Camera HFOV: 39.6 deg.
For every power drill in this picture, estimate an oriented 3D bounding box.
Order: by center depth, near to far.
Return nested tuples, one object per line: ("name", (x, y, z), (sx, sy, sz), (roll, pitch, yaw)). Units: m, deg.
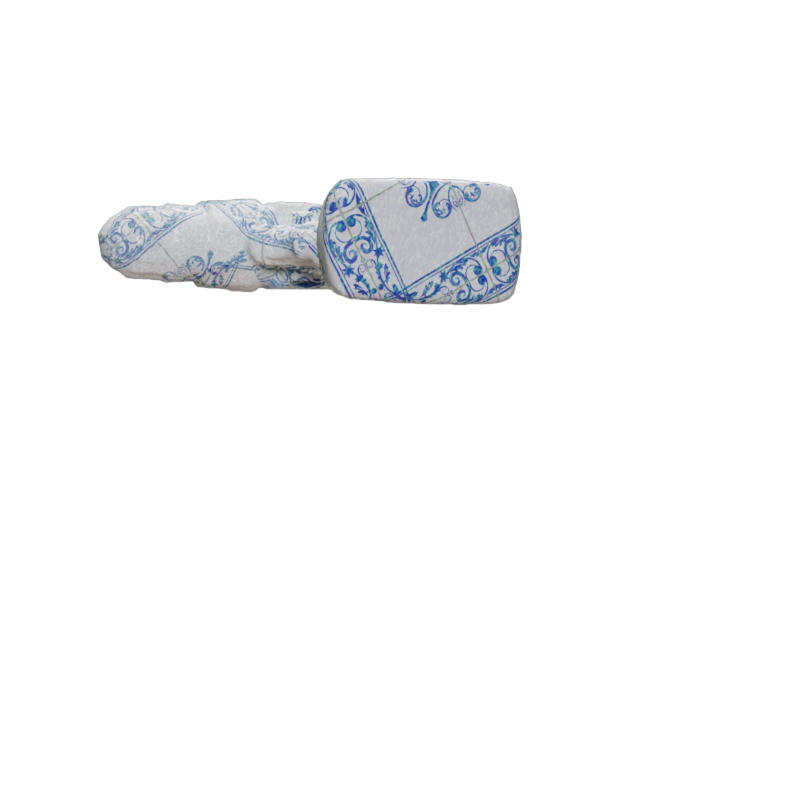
("power drill", (-0.044, -0.081, 0.566), (0.179, 0.057, 0.195), (-4, 9, -28))
